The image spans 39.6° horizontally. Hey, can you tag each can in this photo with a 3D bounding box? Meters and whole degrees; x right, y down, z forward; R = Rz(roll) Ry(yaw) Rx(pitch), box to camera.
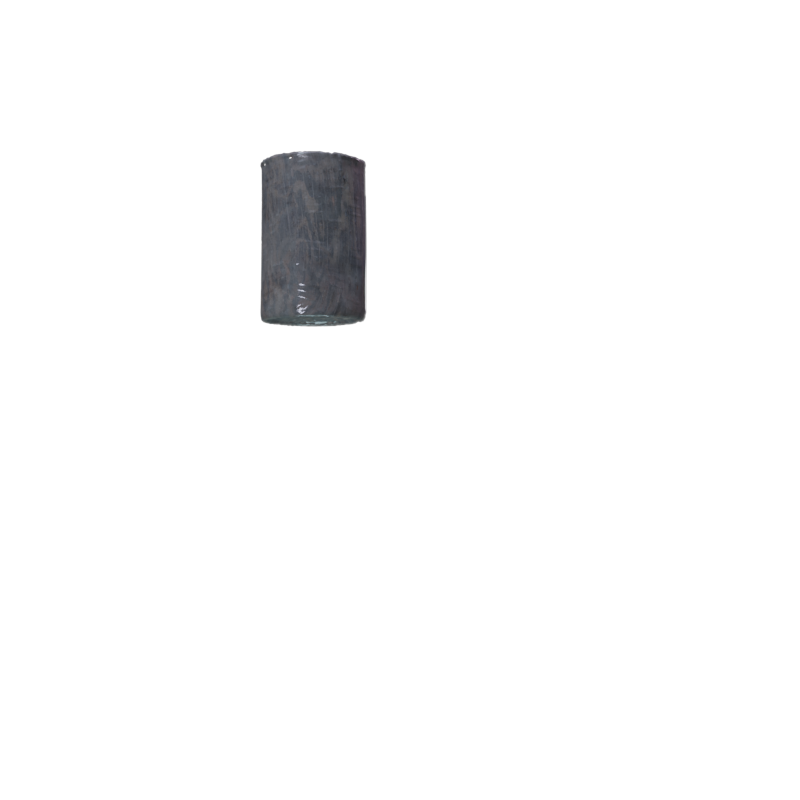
[{"bbox_3d":[-0.055,-0.101,0.705,0.068,0.104,0.067,0,-7,-2],"label":"can"}]
